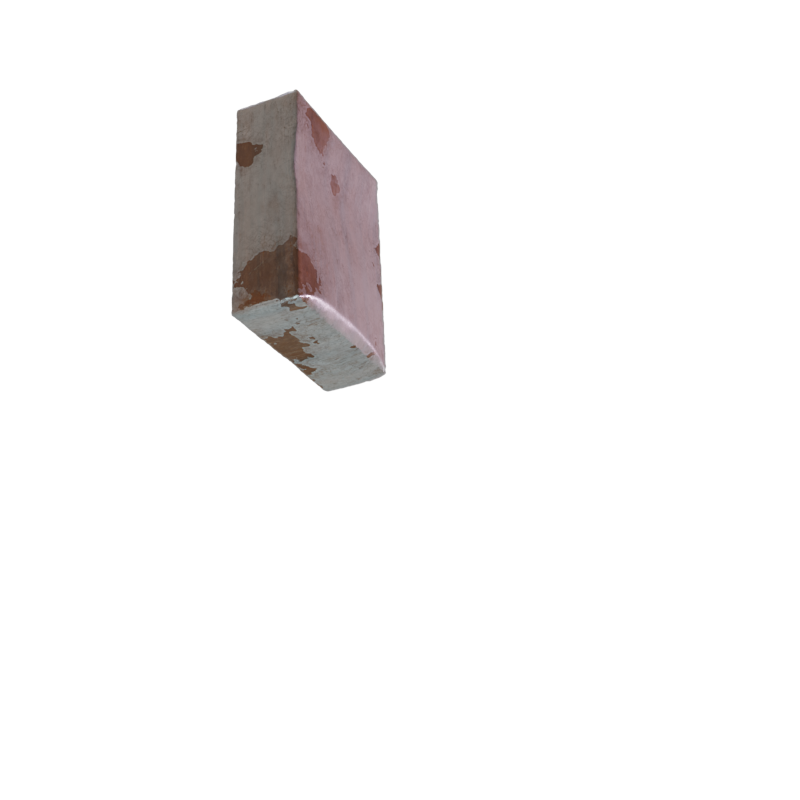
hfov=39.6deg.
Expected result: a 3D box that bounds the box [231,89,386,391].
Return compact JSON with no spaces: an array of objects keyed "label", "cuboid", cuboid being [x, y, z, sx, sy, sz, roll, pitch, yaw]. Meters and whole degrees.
[{"label":"box","cuboid":[-0.076,-0.139,0.975,0.073,0.228,0.152,-16,-33,22]}]
